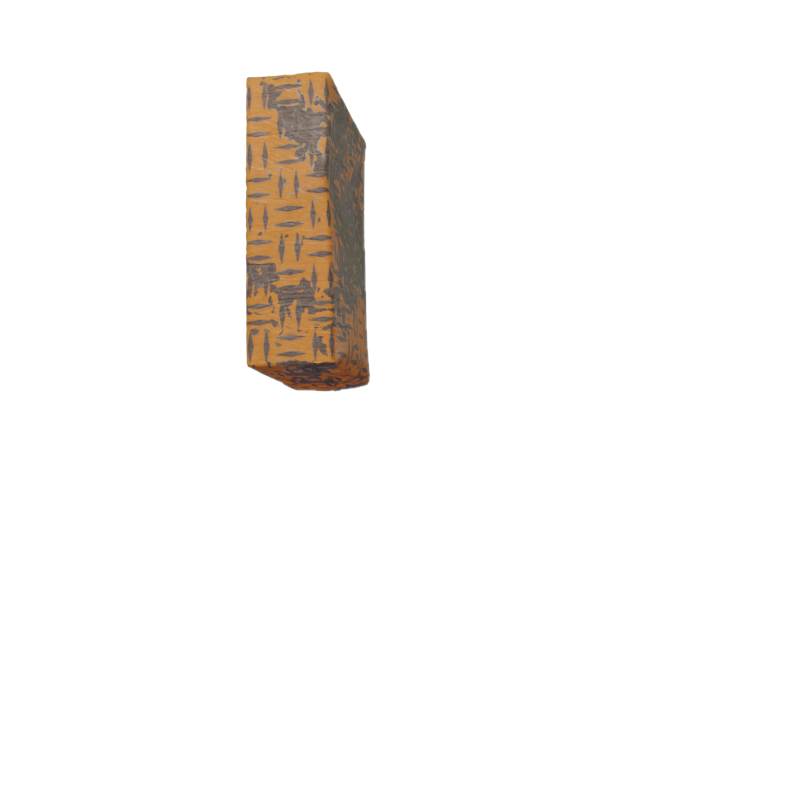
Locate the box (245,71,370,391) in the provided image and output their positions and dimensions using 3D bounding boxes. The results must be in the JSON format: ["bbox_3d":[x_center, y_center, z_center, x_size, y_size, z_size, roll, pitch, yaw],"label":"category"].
[{"bbox_3d":[-0.067,-0.121,0.850,0.073,0.220,0.158,-3,-11,8],"label":"box"}]
